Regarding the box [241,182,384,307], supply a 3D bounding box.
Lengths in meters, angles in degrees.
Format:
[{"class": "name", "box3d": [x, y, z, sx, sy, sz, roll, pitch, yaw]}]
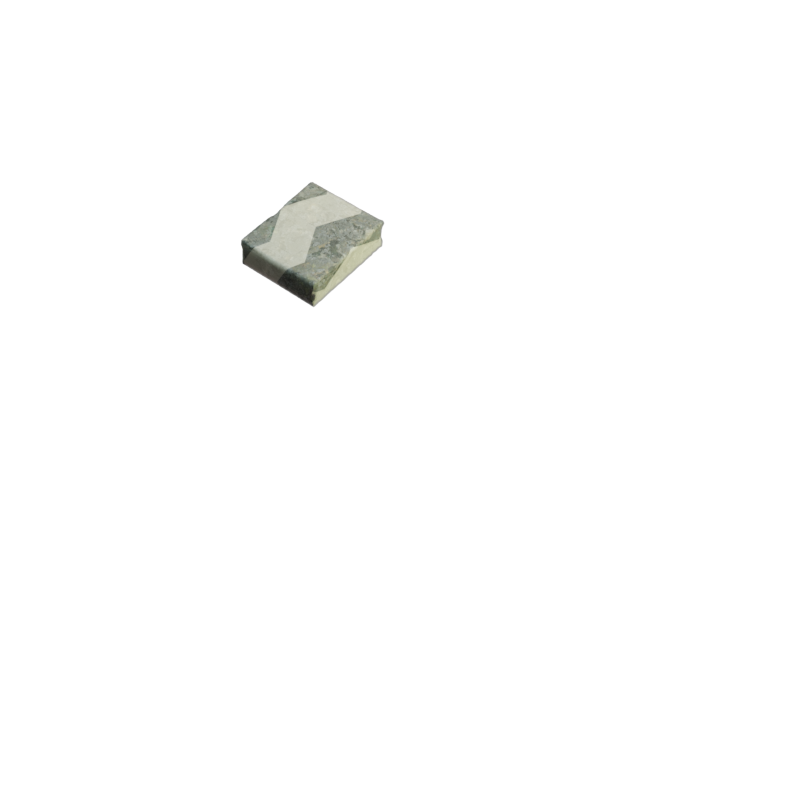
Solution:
[{"class": "box", "box3d": [-0.067, -0.122, 0.857, 0.077, 0.028, 0.091, 31, 56, 23]}]
